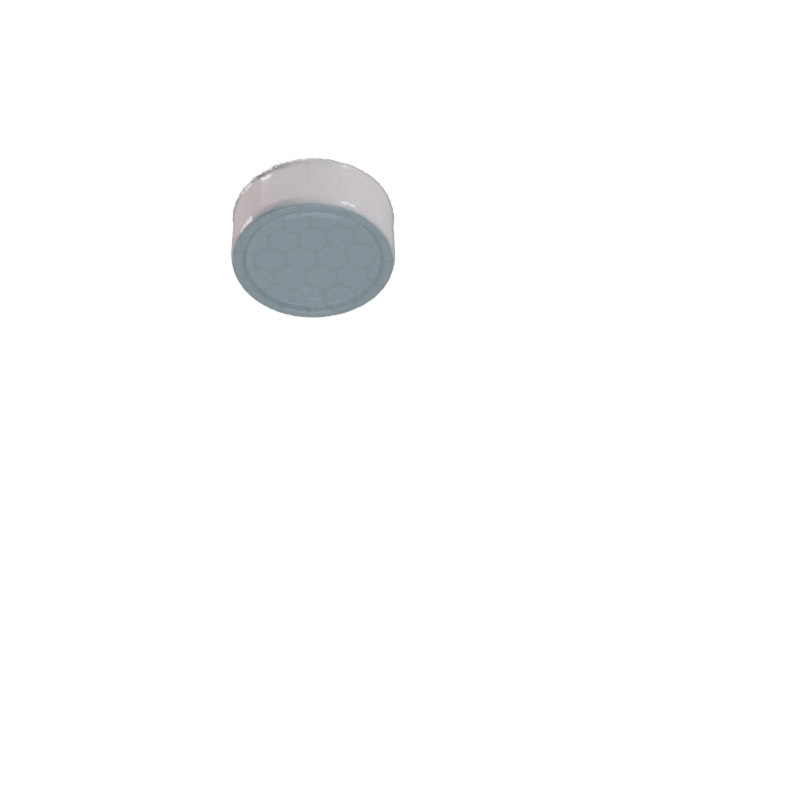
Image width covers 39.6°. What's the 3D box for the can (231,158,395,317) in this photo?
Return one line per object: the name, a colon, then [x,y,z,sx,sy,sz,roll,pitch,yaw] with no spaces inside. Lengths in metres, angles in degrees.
can: [-0.045,-0.082,0.577,0.086,0.036,0.080,1,-42,-1]
